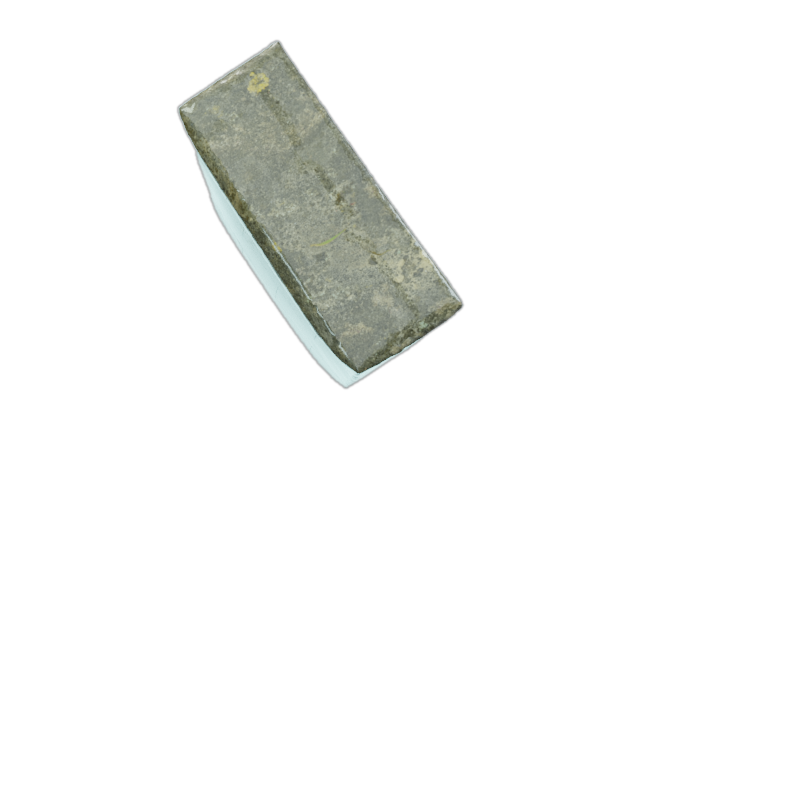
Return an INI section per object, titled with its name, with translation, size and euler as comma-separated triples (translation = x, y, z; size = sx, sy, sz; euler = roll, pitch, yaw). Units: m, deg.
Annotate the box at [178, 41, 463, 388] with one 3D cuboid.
[box]
translation = -0.050, -0.092, 0.643
size = 0.072, 0.167, 0.211
euler = -34, -2, -4
